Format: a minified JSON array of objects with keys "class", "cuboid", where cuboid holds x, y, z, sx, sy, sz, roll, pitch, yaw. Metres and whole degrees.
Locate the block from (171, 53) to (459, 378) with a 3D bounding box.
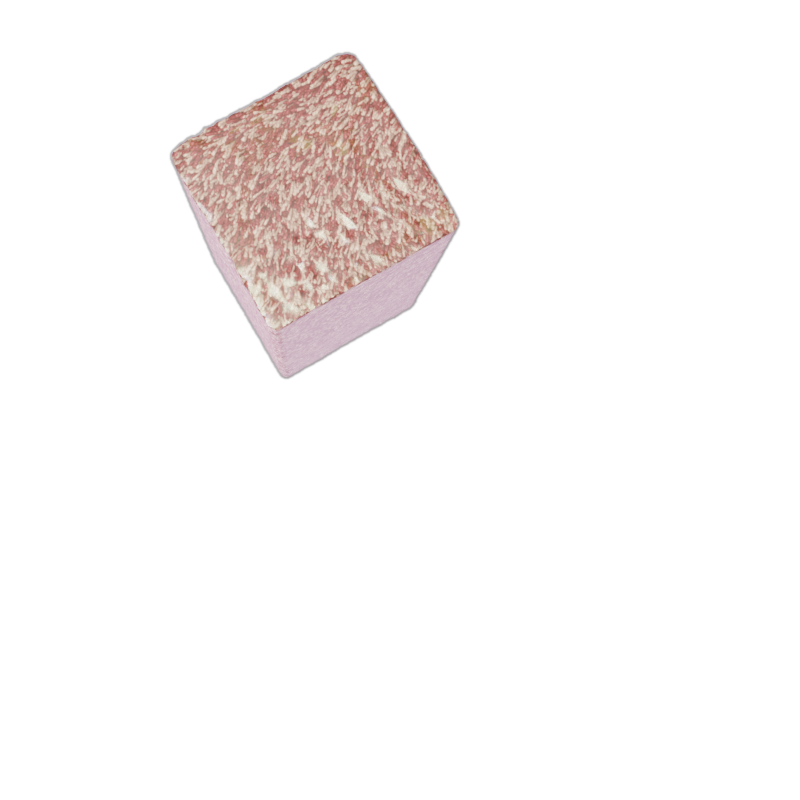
[{"class":"block","cuboid":[-0.043,-0.079,0.549,0.091,0.092,0.202,-31,-3,-6]}]
